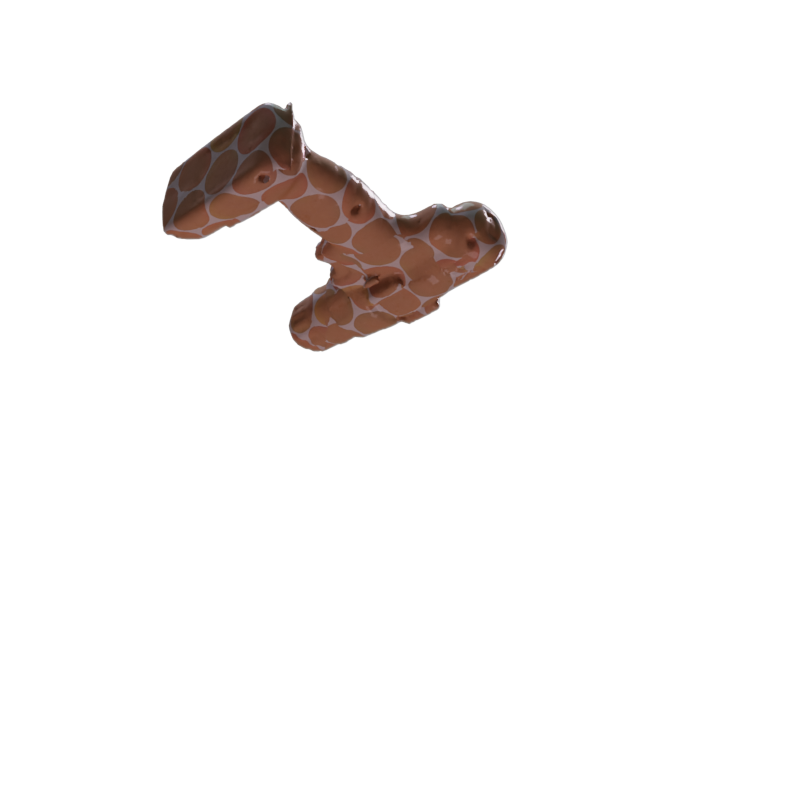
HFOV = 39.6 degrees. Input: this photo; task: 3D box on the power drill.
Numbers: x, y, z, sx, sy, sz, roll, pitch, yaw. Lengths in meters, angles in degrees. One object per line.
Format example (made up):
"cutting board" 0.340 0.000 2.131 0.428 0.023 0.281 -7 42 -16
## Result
"power drill" -0.055 -0.101 0.707 0.176 0.061 0.184 26 -39 -37
